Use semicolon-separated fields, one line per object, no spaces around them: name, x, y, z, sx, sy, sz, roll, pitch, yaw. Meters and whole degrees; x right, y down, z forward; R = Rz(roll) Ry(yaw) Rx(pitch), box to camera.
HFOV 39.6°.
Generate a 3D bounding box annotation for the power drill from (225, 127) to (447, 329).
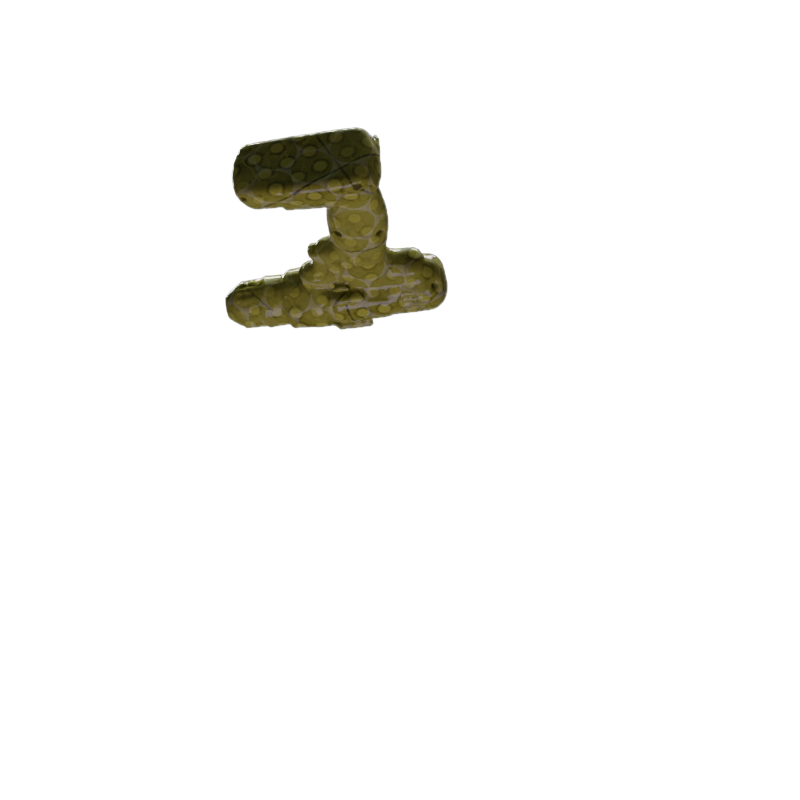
power drill;-0.067;-0.122;0.855;0.186;0.061;0.173;-7;-33;11
